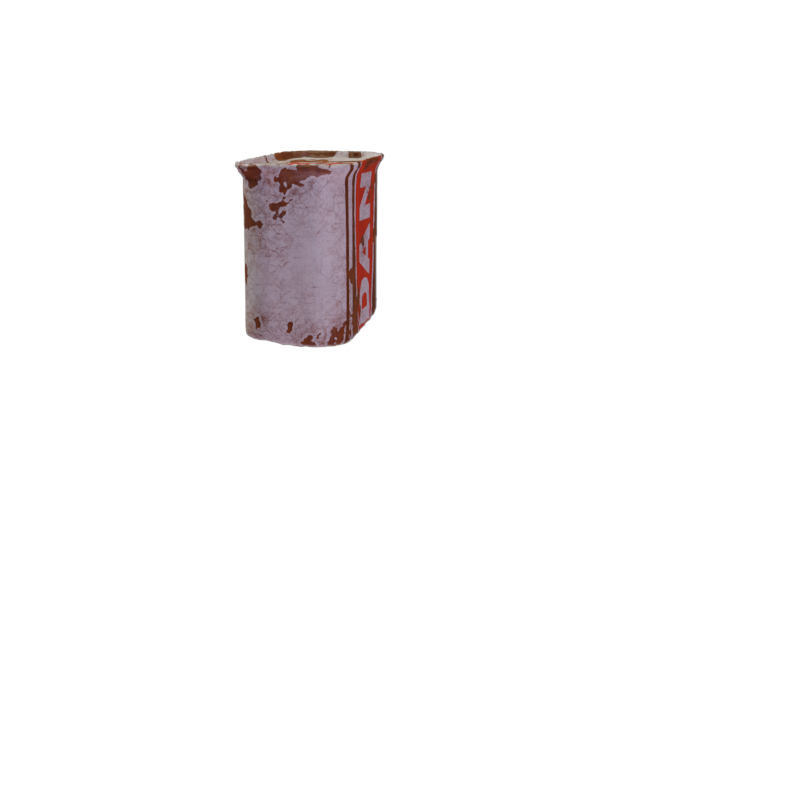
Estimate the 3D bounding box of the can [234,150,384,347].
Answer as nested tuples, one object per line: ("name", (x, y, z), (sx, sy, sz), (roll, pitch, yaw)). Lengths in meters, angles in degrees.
("can", (-0.042, -0.078, 0.543), (0.058, 0.082, 0.103), (2, 13, 10))
